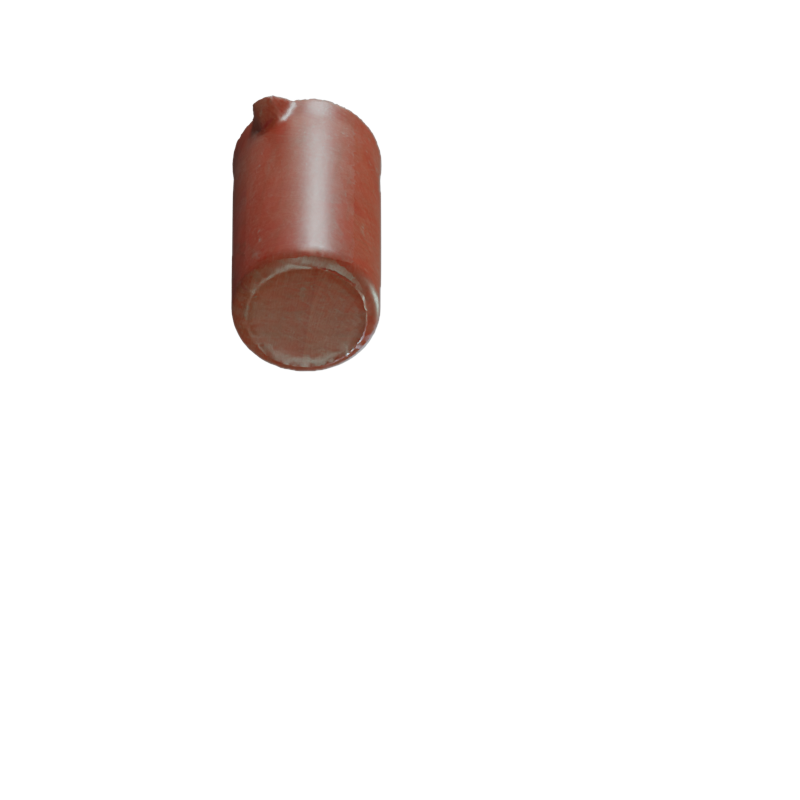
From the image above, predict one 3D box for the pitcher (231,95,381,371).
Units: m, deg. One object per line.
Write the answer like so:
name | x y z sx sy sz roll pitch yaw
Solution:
pitcher | -0.070 -0.128 0.898 0.146 0.139 0.260 15 34 -14
